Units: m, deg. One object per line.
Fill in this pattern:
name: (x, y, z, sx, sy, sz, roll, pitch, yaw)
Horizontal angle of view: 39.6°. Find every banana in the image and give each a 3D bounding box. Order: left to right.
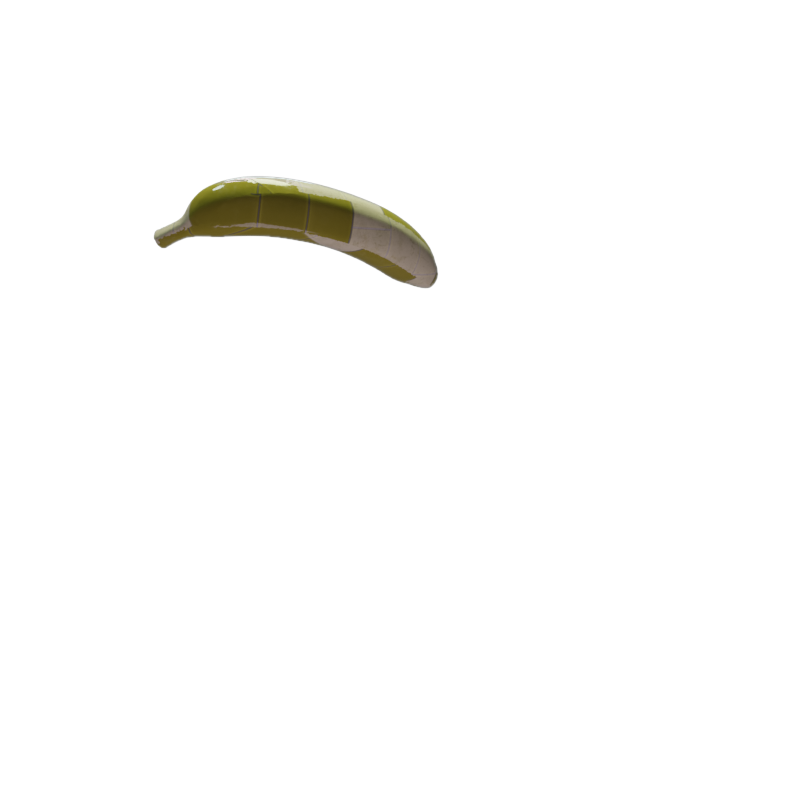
banana: (-0.051, -0.108, 0.699, 0.191, 0.039, 0.069, 8, -22, -23)
